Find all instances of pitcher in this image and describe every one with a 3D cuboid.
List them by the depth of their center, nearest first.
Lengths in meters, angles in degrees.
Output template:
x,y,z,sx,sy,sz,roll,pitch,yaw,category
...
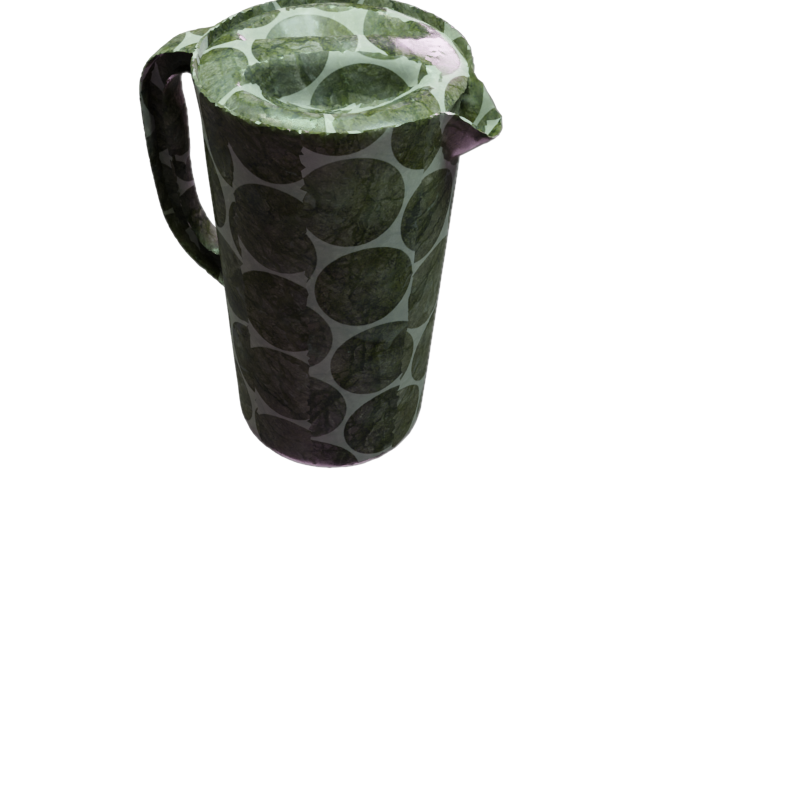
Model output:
x,y,z,sx,sy,sz,roll,pitch,yaw,category
-0.046,-0.084,0.591,0.143,0.227,0.162,-14,45,-18,pitcher
